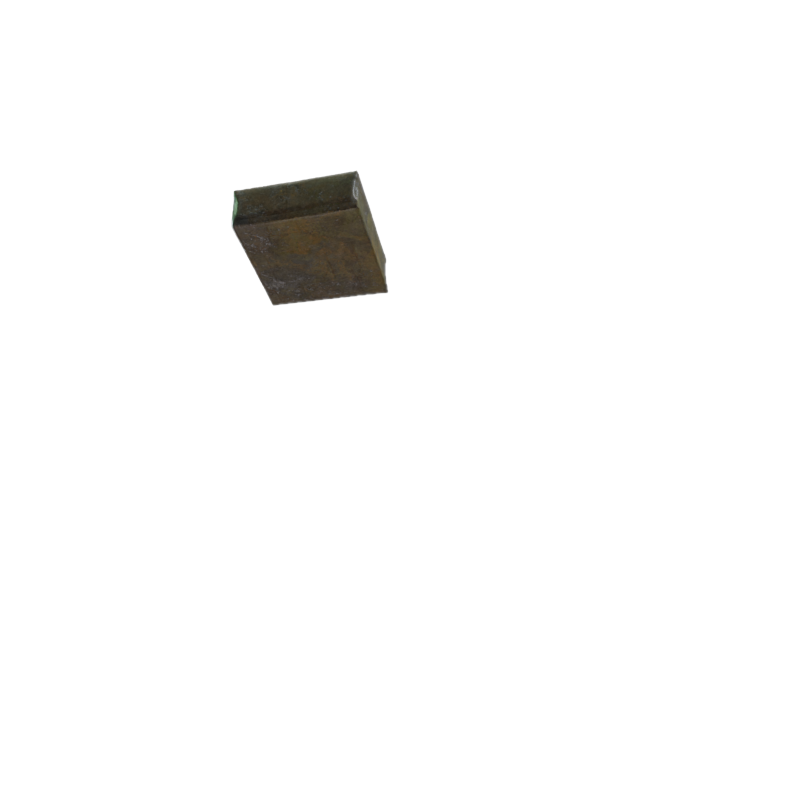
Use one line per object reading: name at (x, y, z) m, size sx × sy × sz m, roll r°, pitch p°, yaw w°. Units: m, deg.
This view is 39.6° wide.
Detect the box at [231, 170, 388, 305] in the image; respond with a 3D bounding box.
box at (-0.051, -0.093, 0.649) m, size 0.074 × 0.032 × 0.083 m, roll -7°, pitch -31°, yaw 10°
